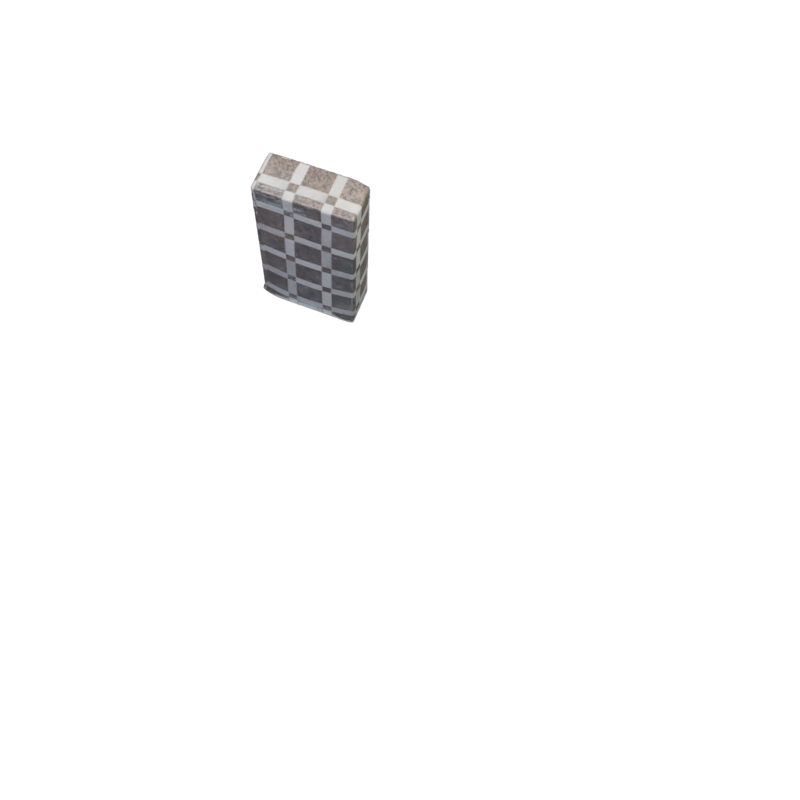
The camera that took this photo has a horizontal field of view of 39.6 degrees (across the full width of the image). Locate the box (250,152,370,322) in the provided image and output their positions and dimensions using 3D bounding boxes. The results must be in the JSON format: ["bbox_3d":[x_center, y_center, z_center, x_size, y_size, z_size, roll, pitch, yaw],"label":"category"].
[{"bbox_3d":[-0.075,-0.138,0.964,0.095,0.050,0.166,21,-27,8],"label":"box"}]
